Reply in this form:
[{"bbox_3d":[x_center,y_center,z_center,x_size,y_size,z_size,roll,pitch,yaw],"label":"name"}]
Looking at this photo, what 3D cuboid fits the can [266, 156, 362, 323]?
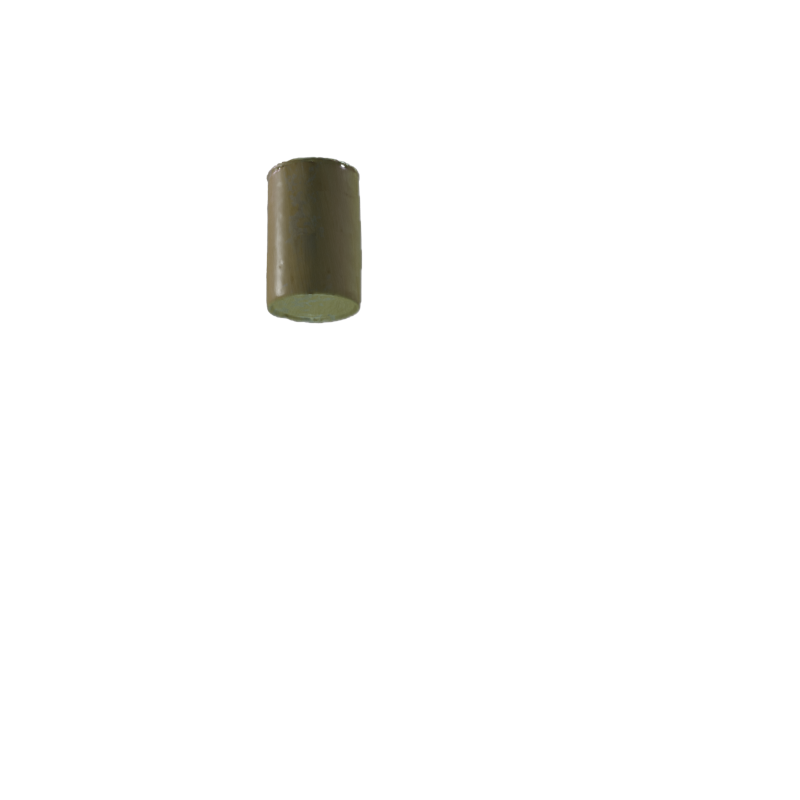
[{"bbox_3d":[-0.062,-0.113,0.789,0.068,0.107,0.066,0,-18,-2],"label":"can"}]
